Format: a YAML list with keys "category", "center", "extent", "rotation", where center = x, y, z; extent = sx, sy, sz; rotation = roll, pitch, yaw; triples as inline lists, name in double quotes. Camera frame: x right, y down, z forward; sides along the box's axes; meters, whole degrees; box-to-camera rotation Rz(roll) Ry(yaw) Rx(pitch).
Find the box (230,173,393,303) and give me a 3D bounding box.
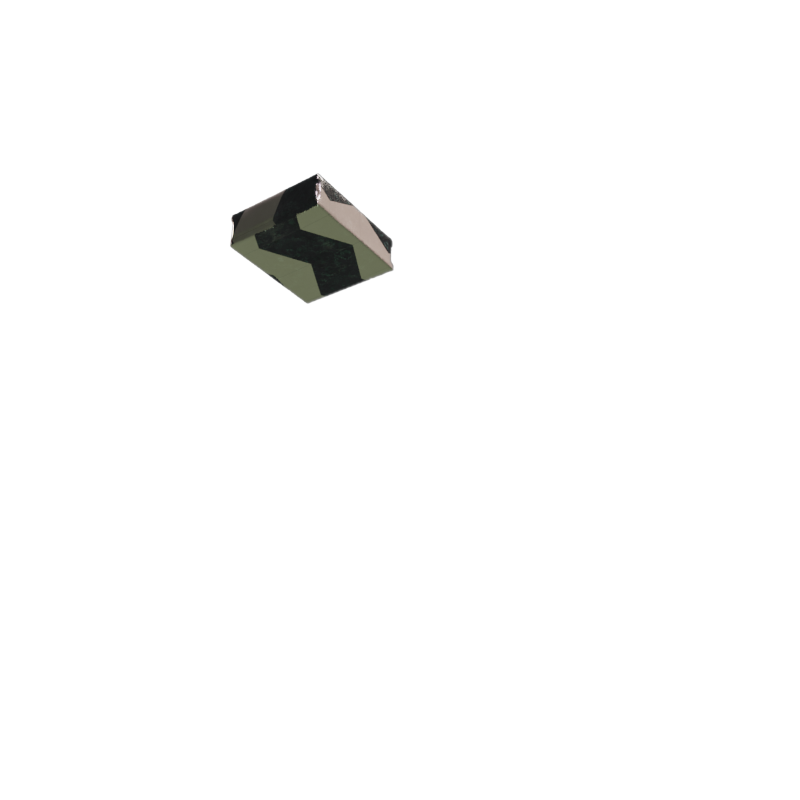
- category: "box"
  center: [-0.058, -0.106, 0.742]
  extent: [0.074, 0.032, 0.083]
  rotation: [-21, -37, 29]
